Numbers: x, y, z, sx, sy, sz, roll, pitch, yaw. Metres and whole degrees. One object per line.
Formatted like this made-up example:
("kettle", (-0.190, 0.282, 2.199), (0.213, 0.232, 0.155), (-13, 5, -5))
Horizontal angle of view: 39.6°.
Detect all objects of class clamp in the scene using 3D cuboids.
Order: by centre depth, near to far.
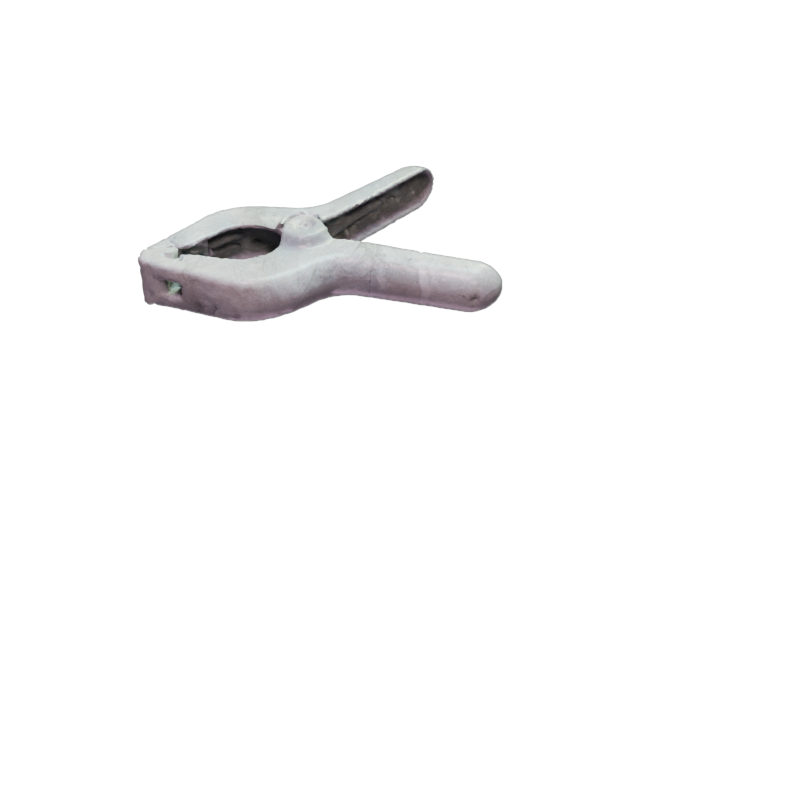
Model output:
("clamp", (-0.044, -0.080, 0.561), (0.170, 0.037, 0.128), (-3, 32, -4))
